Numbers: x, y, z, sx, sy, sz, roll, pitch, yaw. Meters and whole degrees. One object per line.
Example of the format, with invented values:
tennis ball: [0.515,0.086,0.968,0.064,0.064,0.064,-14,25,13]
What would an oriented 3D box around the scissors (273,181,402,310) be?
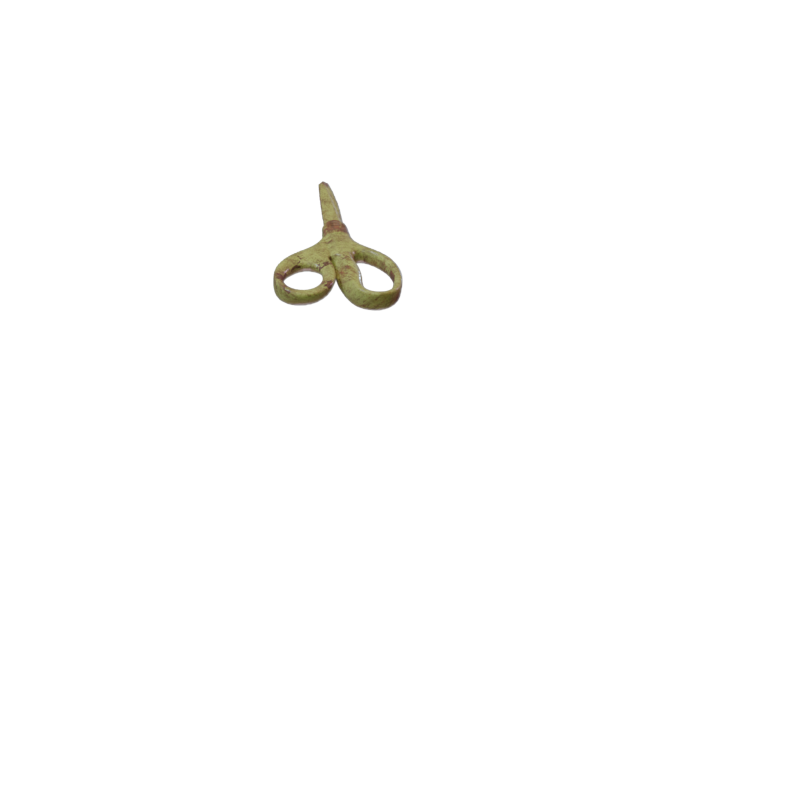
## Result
scissors: [-0.063,-0.116,0.810,0.095,0.015,0.217,-12,34,-18]
